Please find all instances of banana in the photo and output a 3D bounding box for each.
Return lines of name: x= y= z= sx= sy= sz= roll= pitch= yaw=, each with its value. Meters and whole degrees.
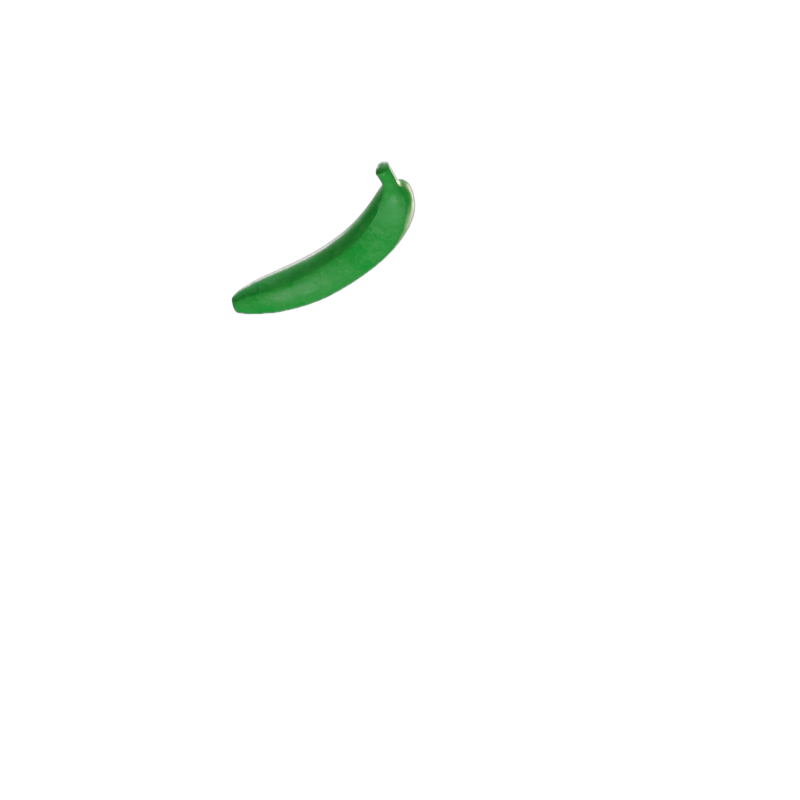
banana: x=-0.050 y=-0.116 z=0.852 sx=0.066 sy=0.039 sz=0.195 roll=28 pitch=-47 yaw=-30
